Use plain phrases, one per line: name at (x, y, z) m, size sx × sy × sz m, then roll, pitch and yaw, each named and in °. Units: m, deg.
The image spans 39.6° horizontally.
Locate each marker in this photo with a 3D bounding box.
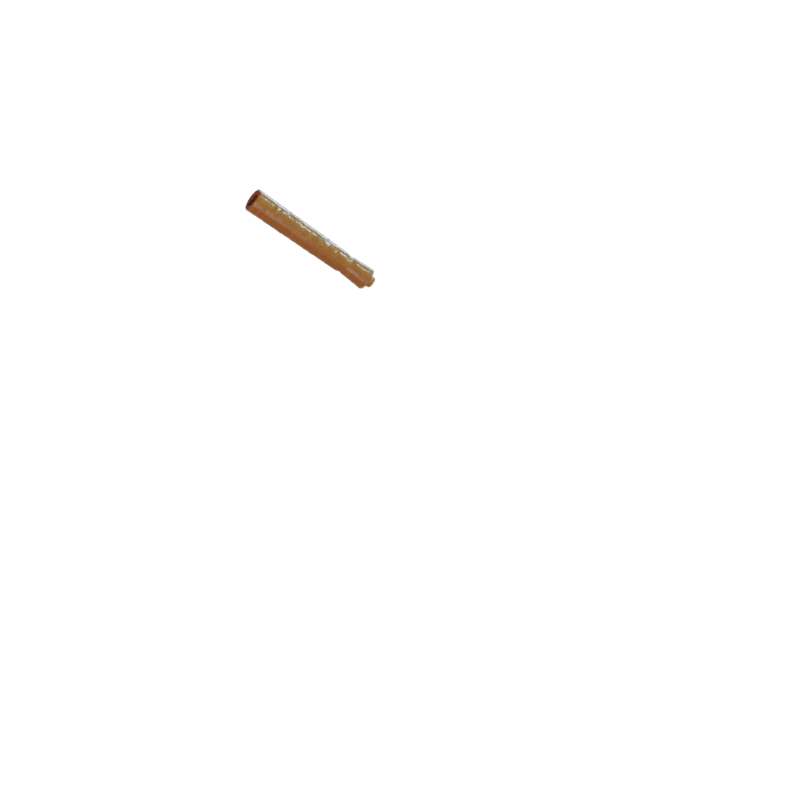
marker at (-0.068, -0.124, 0.868) m, size 0.115 × 0.020 × 0.020 m, roll 33°, pitch -10°, yaw -20°
